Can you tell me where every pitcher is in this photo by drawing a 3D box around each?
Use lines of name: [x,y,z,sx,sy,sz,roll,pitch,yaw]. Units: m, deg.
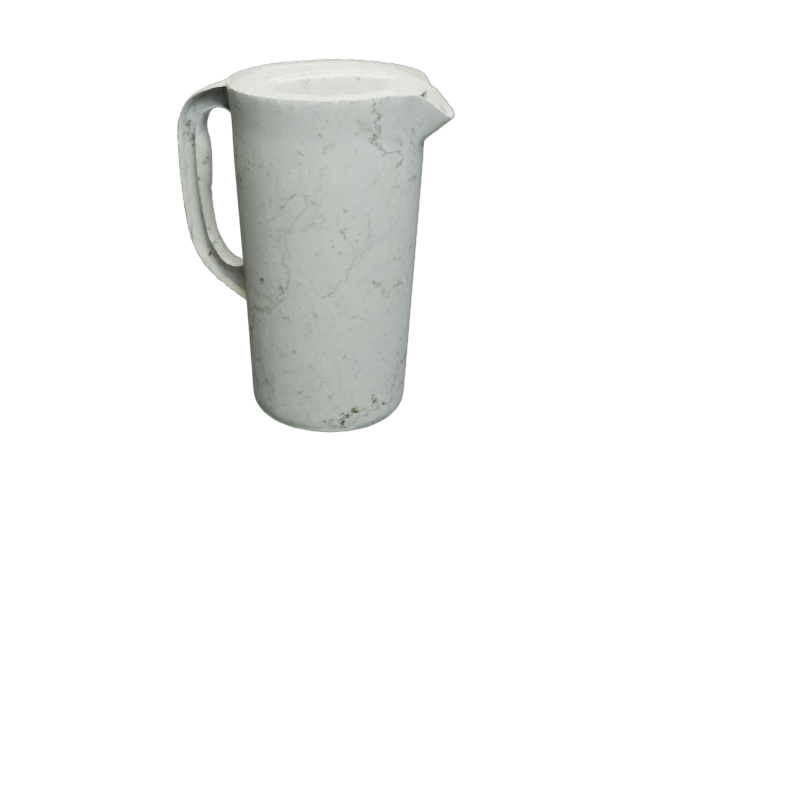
pitcher: [-0.060,-0.109,0.760,0.142,0.232,0.160,-12,26,-28]
